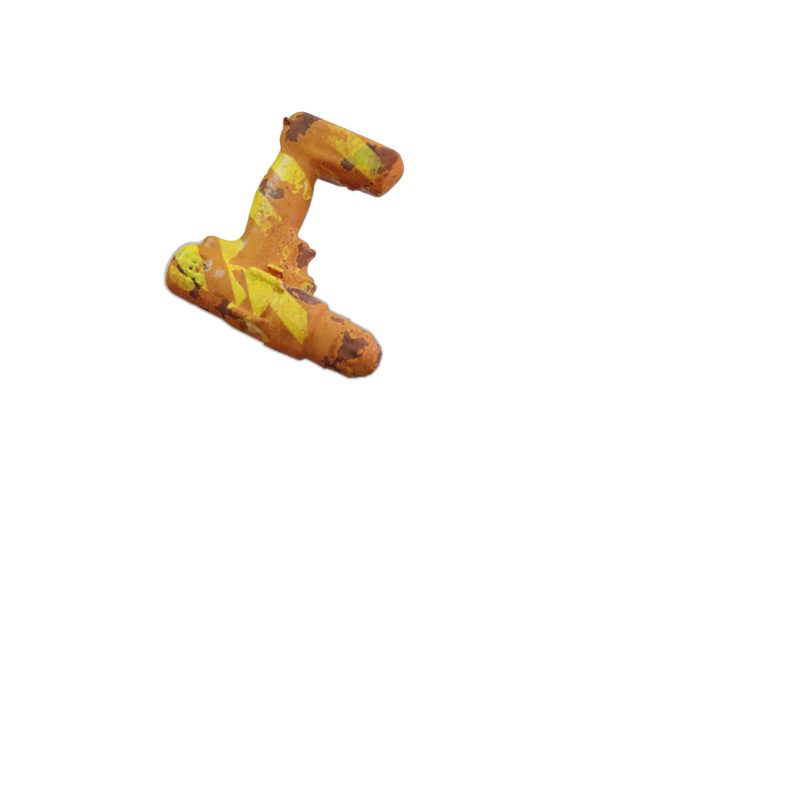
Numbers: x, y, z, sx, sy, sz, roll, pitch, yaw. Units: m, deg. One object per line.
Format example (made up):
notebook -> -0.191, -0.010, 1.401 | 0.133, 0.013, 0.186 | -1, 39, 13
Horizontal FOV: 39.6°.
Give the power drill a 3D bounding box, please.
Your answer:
power drill -> -0.069, -0.127, 0.888 | 0.189, 0.193, 0.055 | 25, -20, 9
